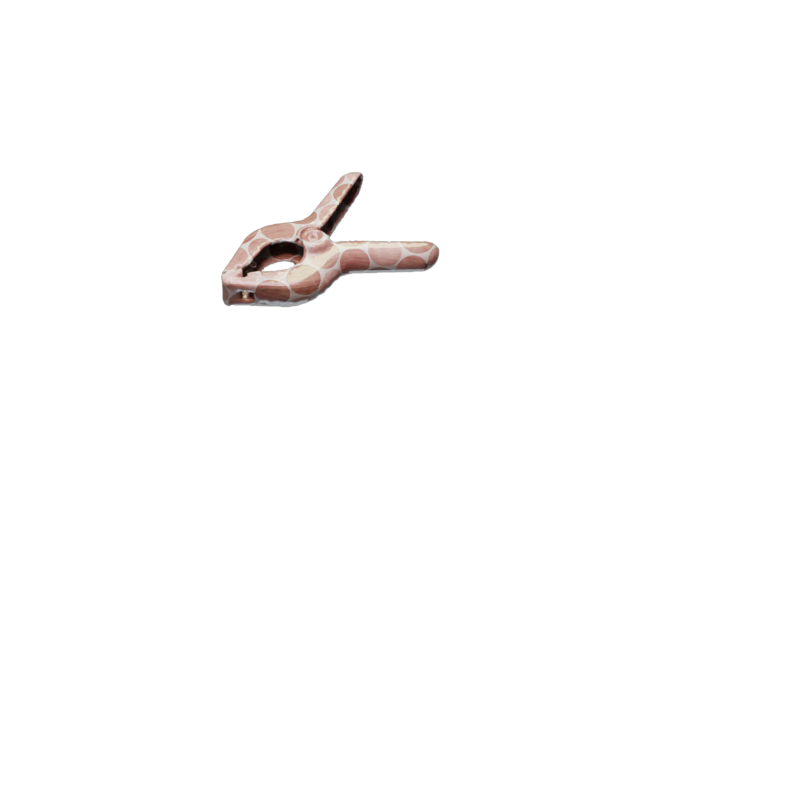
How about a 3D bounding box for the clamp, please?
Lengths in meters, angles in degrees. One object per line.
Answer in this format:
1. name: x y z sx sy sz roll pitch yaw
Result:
1. clamp: -0.069 -0.126 0.881 0.169 0.037 0.130 -17 45 -19
